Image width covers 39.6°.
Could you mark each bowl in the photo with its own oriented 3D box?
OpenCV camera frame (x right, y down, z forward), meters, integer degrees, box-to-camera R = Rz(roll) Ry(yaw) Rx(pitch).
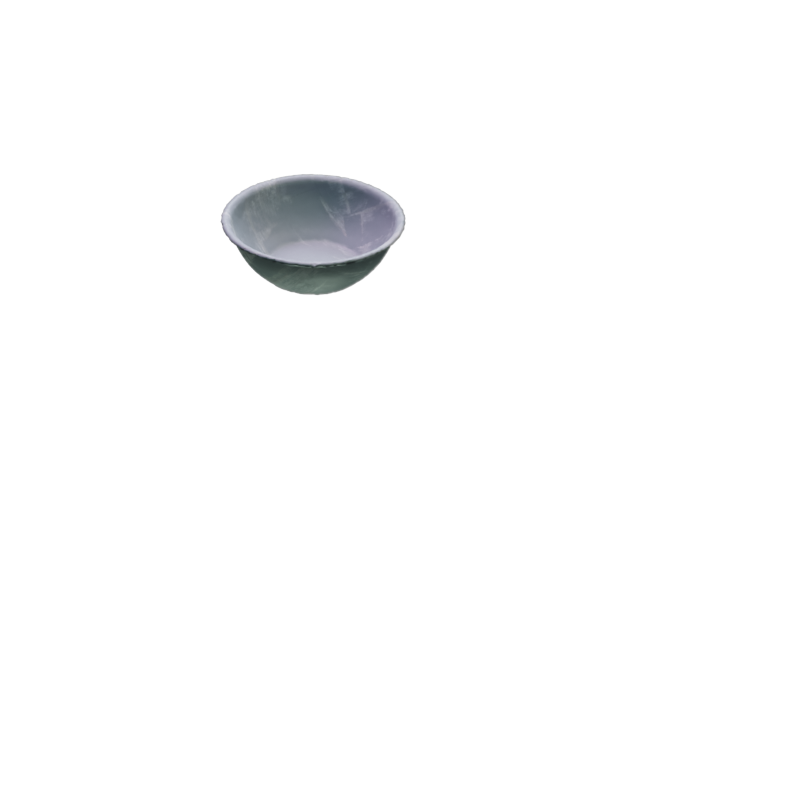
[{"bbox_3d":[-0.077,-0.141,0.986,0.162,0.051,0.173,-1,36,-2],"label":"bowl"}]
